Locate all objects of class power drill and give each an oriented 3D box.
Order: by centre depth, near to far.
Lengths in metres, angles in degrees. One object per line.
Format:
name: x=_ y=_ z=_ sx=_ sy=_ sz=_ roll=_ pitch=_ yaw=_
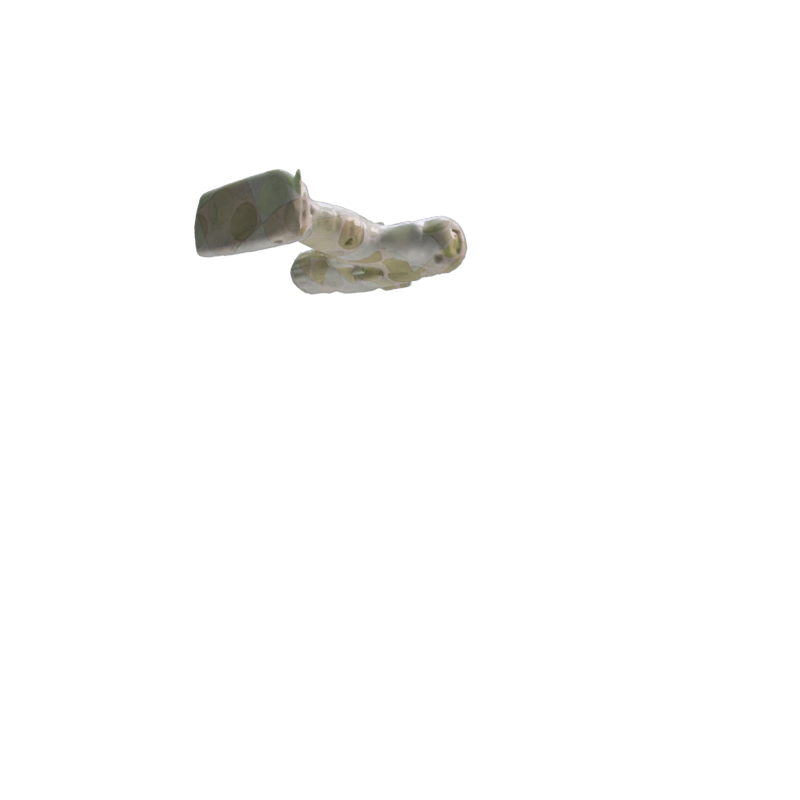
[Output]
power drill: x=-0.069 y=-0.126 z=0.886 sx=0.189 sy=0.059 sz=0.178 roll=-8 pitch=-11 yaw=44
